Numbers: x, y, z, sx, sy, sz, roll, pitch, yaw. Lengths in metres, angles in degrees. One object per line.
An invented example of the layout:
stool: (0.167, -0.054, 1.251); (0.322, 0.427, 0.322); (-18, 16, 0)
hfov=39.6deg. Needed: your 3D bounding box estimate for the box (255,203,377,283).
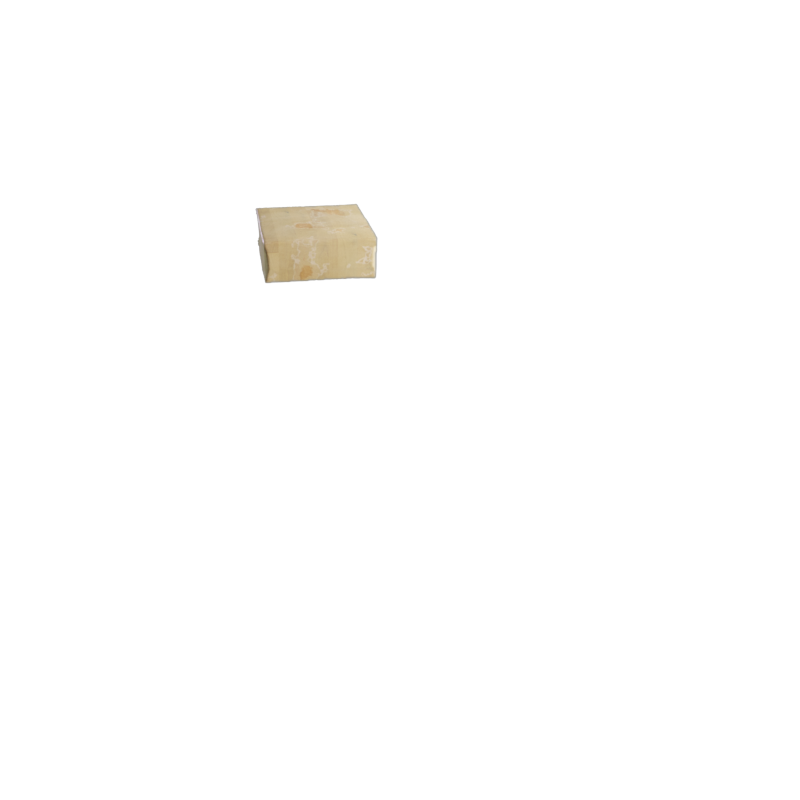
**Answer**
box: (-0.071, -0.130, 0.912); (0.089, 0.037, 0.119); (-3, 21, -8)
